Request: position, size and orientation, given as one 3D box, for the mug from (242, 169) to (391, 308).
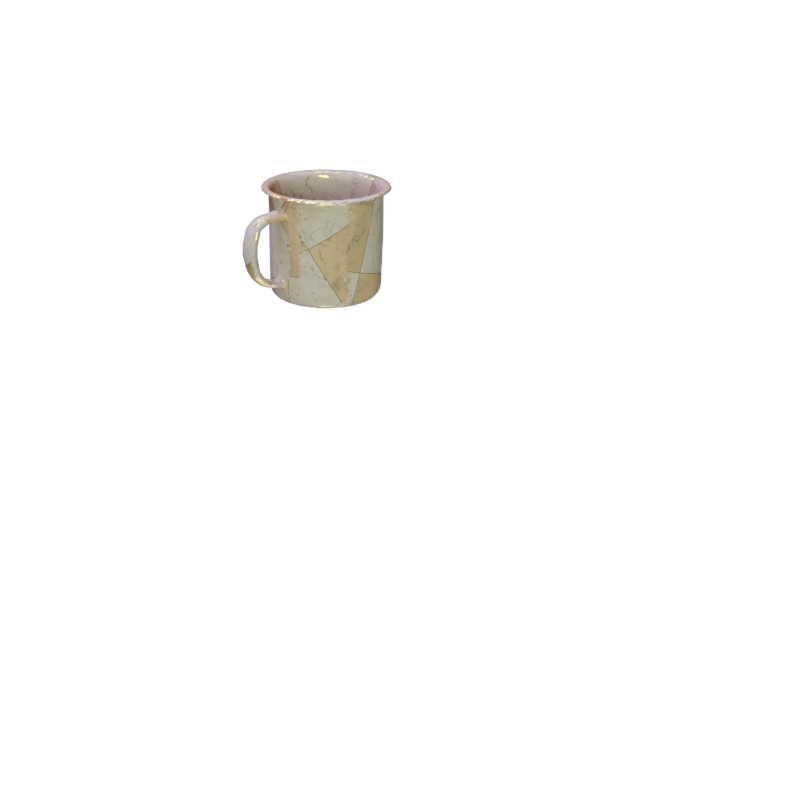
[{"bbox_3d":[-0.062,-0.114,0.796,0.115,0.078,0.099,-19,29,-39],"label":"mug"}]
